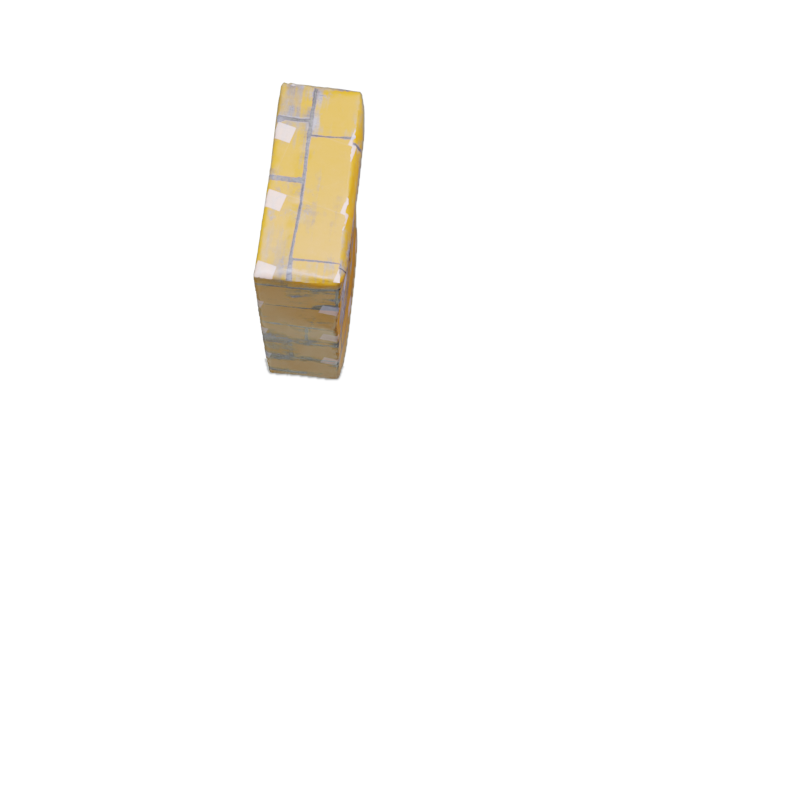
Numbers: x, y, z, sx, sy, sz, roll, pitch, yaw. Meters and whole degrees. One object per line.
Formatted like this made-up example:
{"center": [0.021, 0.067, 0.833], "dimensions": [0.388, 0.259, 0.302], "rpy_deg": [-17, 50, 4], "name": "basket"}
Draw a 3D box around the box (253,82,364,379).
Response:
{"center": [-0.070, -0.128, 0.898], "dimensions": [0.072, 0.172, 0.204], "rpy_deg": [5, -21, -2], "name": "box"}
